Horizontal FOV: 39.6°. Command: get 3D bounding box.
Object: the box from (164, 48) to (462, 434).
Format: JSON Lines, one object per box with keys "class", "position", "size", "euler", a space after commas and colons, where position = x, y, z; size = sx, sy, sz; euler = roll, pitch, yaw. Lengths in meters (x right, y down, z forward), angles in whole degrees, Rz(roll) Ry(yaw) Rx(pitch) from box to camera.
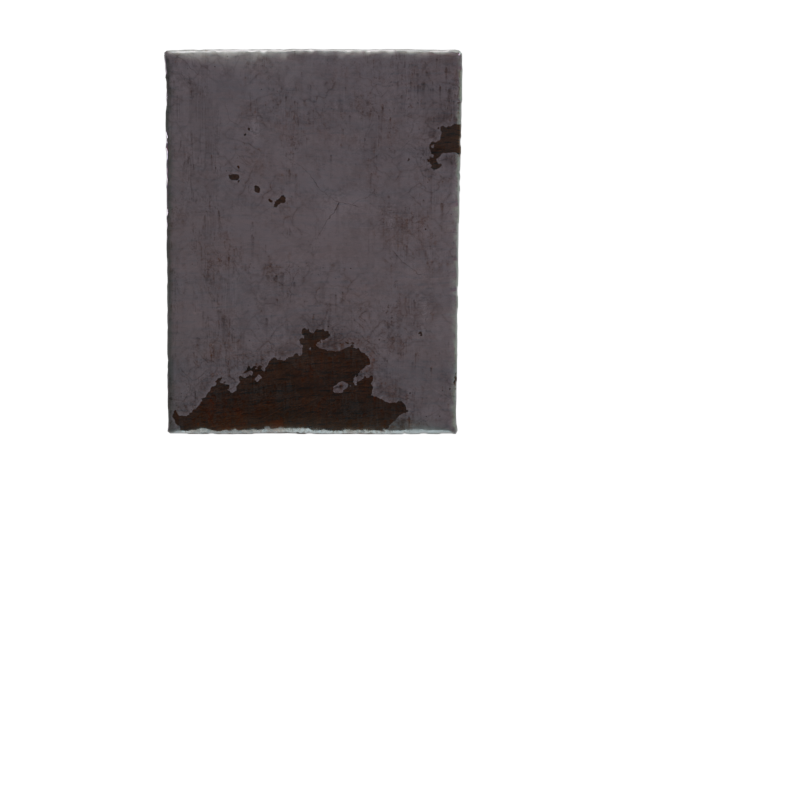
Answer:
{"class": "box", "position": [-0.050, -0.091, 0.639], "size": [0.164, 0.212, 0.073], "euler": [0, 5, -2]}
